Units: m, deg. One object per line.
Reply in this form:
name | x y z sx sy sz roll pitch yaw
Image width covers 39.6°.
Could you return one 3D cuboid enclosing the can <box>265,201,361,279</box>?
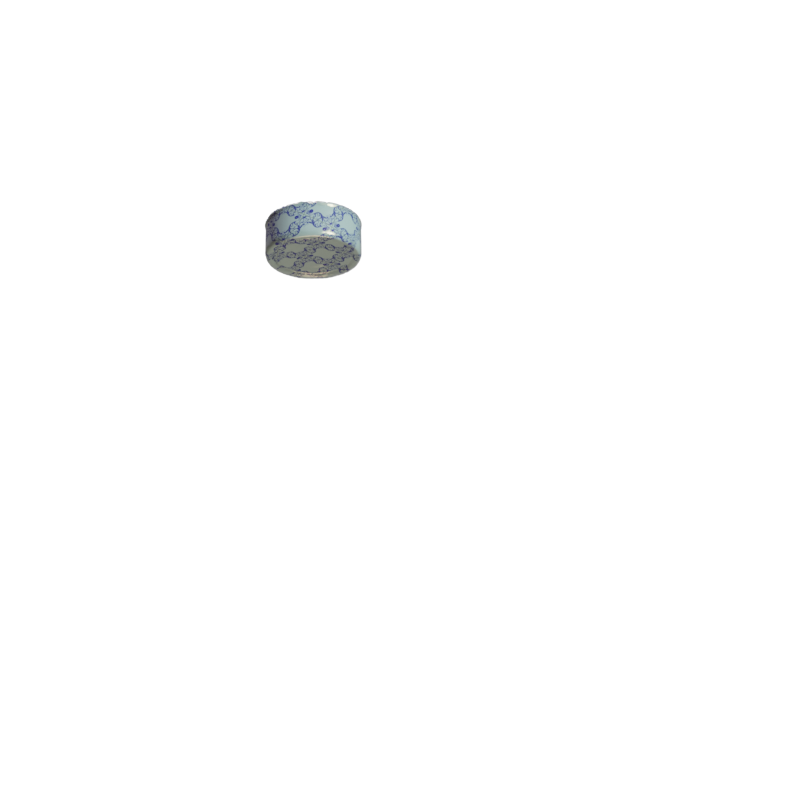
can | -0.076 -0.139 0.976 0.086 0.035 0.081 1 -23 -2
